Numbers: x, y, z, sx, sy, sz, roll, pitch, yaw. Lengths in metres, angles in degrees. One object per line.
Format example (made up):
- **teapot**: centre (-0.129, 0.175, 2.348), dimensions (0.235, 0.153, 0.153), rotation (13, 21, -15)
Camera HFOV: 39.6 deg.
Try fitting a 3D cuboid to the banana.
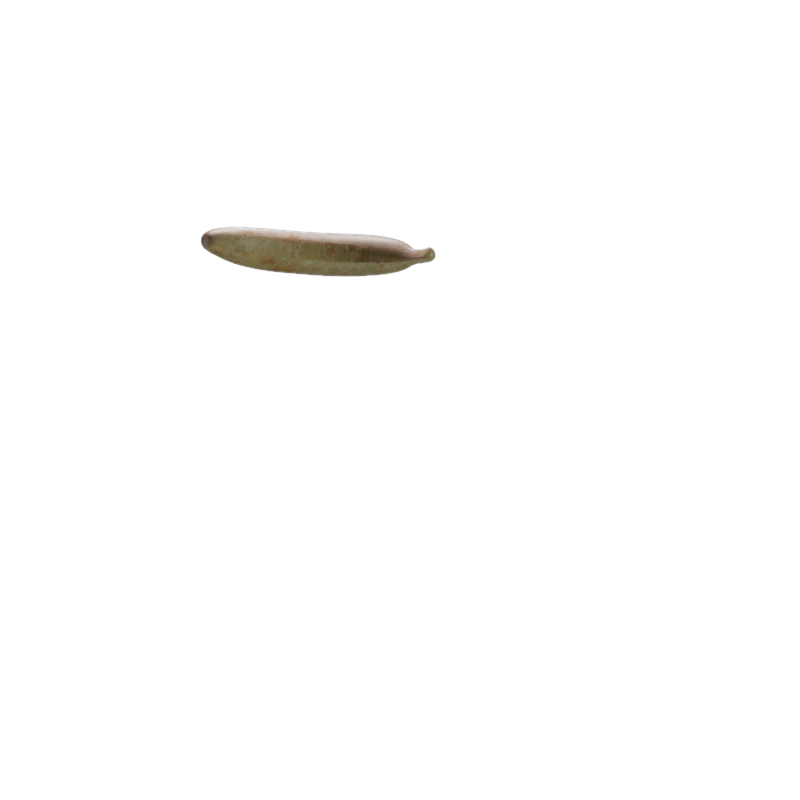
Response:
- **banana**: centre (-0.073, -0.131, 0.961), dimensions (0.196, 0.038, 0.068), rotation (1, -13, -6)
